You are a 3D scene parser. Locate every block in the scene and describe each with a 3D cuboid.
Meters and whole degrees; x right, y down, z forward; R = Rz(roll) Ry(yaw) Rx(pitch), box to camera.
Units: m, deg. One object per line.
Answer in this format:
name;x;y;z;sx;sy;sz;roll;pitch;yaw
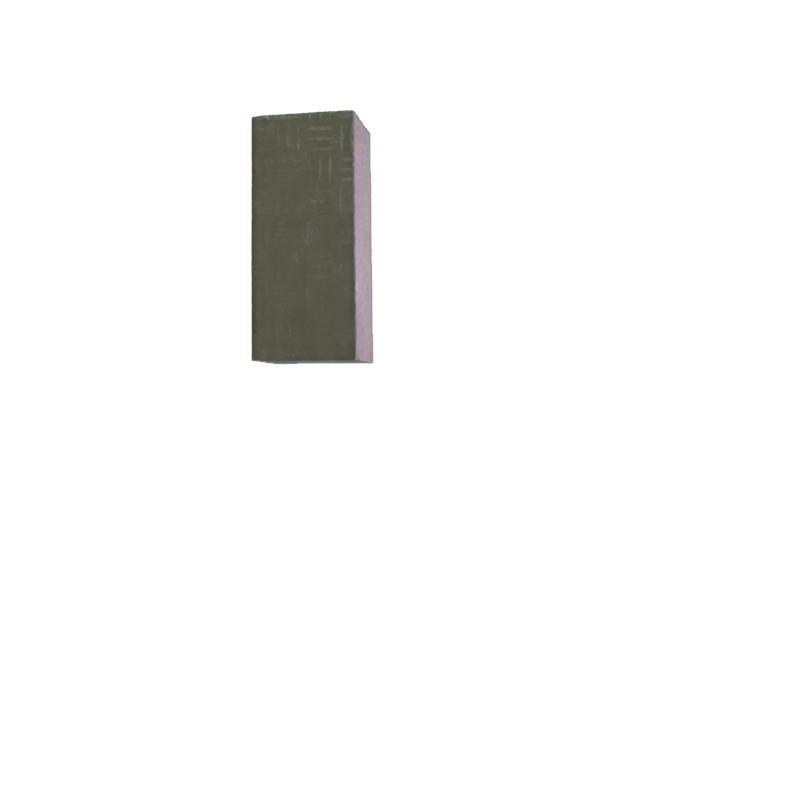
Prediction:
block;-0.075;-0.136;0.952;0.092;0.210;0.087;-2;-7;10
